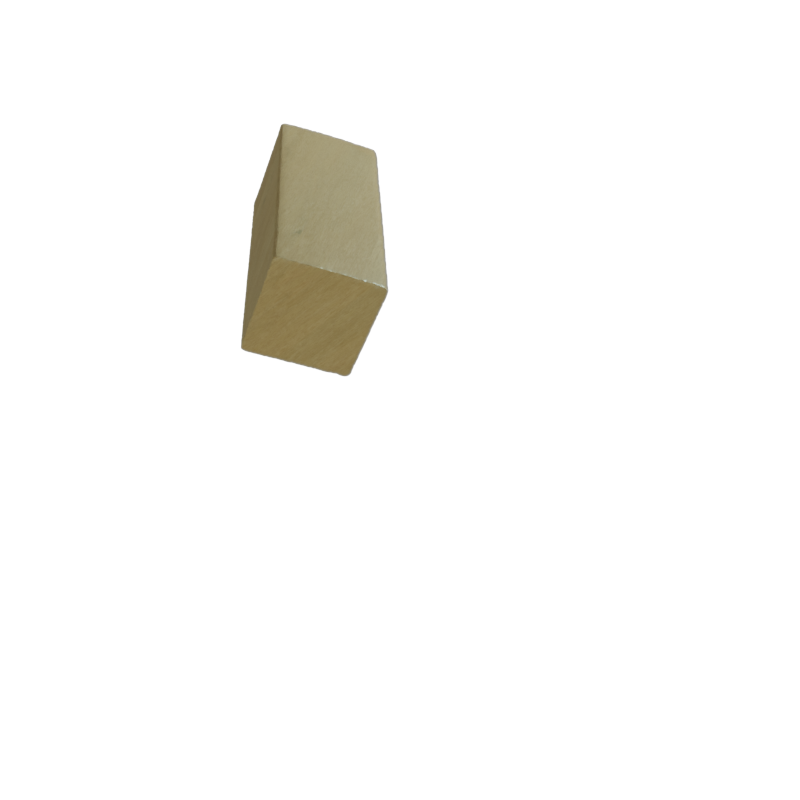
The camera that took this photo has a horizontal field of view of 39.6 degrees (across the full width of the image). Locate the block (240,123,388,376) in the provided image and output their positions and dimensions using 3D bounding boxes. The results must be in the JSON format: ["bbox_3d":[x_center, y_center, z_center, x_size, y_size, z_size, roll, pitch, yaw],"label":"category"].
[{"bbox_3d":[-0.070,-0.128,0.899,0.088,0.087,0.221,14,36,-15],"label":"block"}]
